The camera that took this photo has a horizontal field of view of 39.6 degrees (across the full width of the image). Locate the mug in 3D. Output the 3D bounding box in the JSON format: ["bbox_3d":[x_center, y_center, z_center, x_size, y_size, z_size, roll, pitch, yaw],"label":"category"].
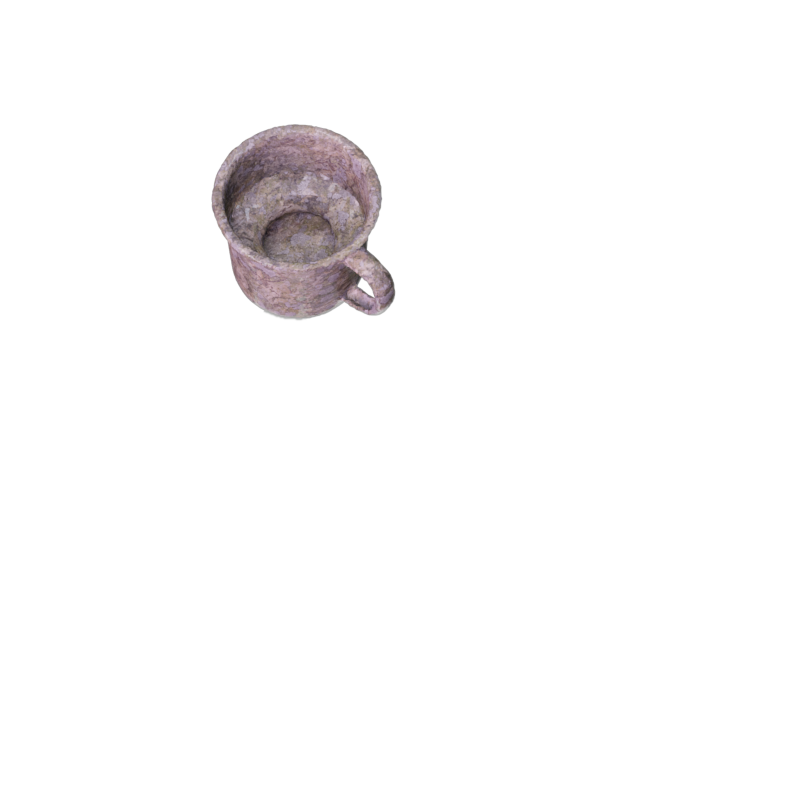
[{"bbox_3d":[-0.050,-0.091,0.637,0.122,0.095,0.077,37,-20,15],"label":"mug"}]
